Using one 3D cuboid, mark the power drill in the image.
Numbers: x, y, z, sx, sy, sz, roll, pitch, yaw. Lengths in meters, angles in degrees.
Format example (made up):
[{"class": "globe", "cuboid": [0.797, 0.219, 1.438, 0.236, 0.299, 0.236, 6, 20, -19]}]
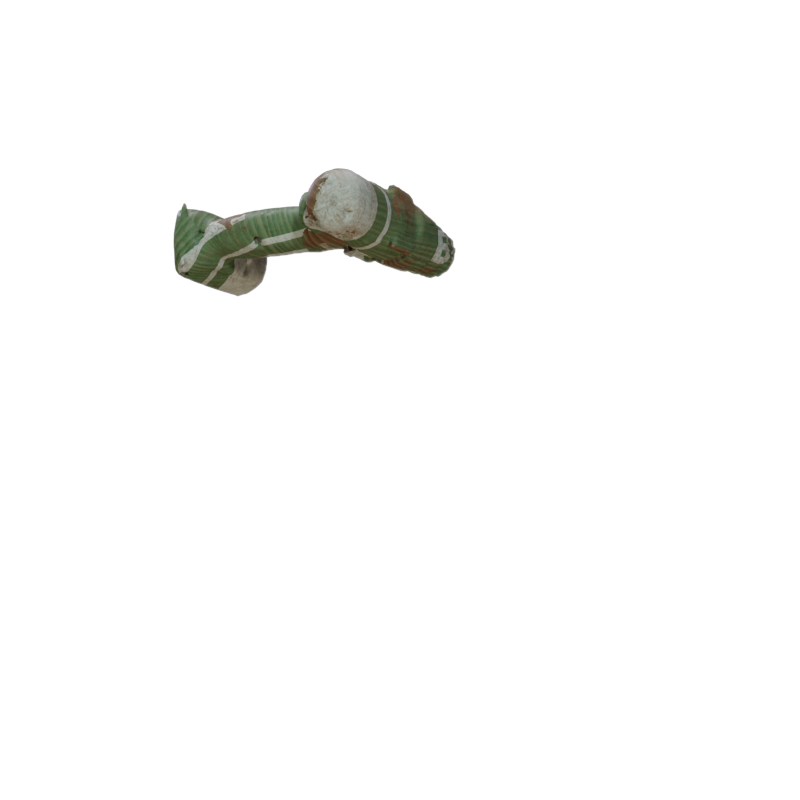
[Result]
[{"class": "power drill", "cuboid": [-0.068, -0.125, 0.872, 0.192, 0.060, 0.173, -7, -14, 29]}]
